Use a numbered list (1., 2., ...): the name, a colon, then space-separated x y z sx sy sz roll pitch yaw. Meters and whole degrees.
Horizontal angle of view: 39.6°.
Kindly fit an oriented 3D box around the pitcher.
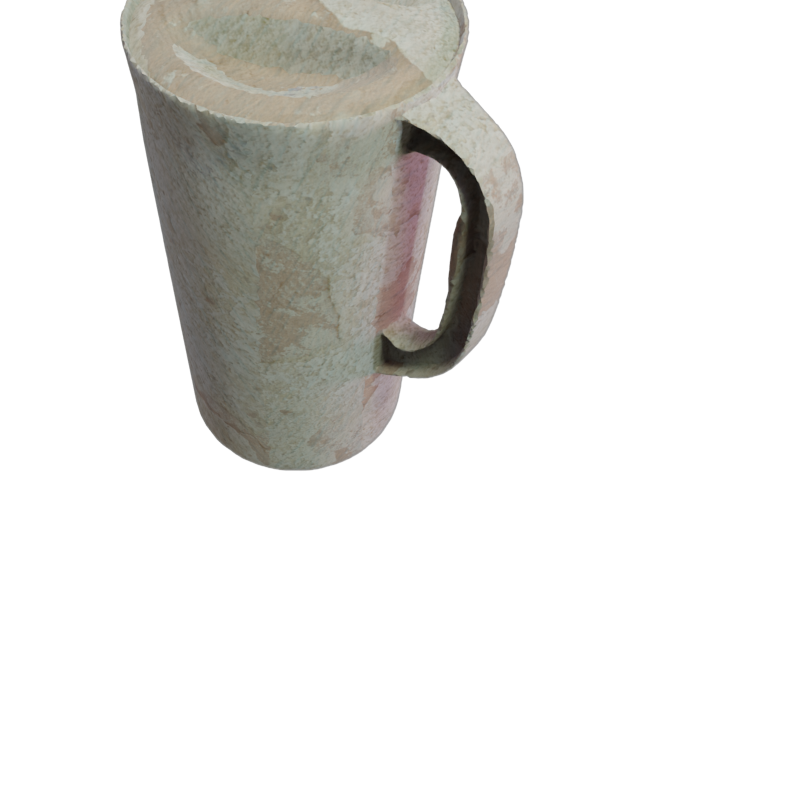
1. pitcher: -0.039 -0.071 0.497 0.144 0.161 0.226 -3 -41 -6
